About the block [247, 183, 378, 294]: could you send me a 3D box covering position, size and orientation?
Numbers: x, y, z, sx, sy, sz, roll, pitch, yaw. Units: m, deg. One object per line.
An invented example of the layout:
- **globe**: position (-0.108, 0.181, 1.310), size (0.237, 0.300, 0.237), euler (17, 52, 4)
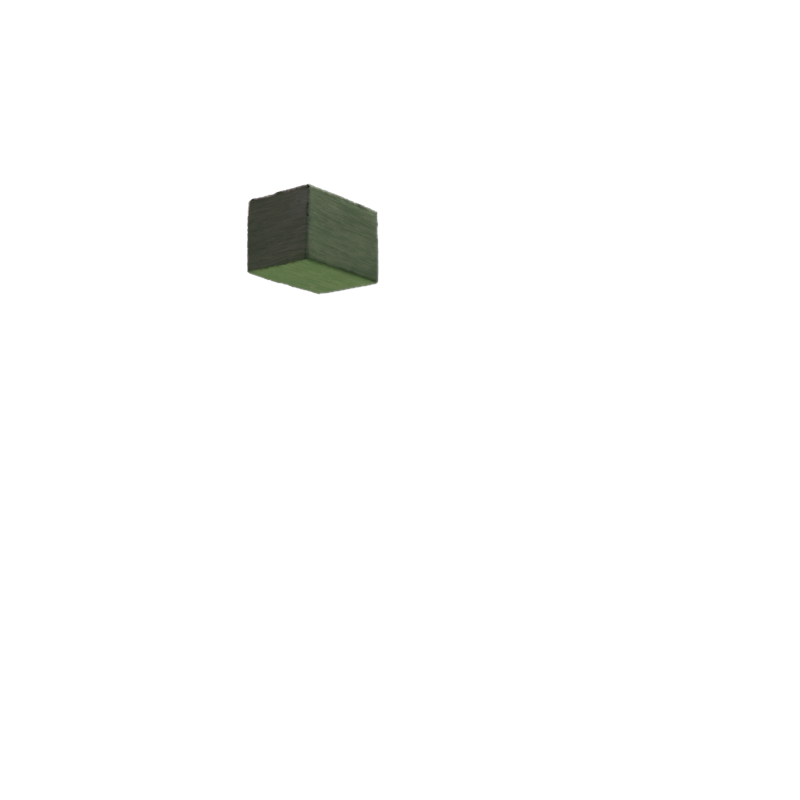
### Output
- **block**: position (-0.057, -0.105, 0.732), size (0.054, 0.053, 0.074), euler (-9, -14, 35)
